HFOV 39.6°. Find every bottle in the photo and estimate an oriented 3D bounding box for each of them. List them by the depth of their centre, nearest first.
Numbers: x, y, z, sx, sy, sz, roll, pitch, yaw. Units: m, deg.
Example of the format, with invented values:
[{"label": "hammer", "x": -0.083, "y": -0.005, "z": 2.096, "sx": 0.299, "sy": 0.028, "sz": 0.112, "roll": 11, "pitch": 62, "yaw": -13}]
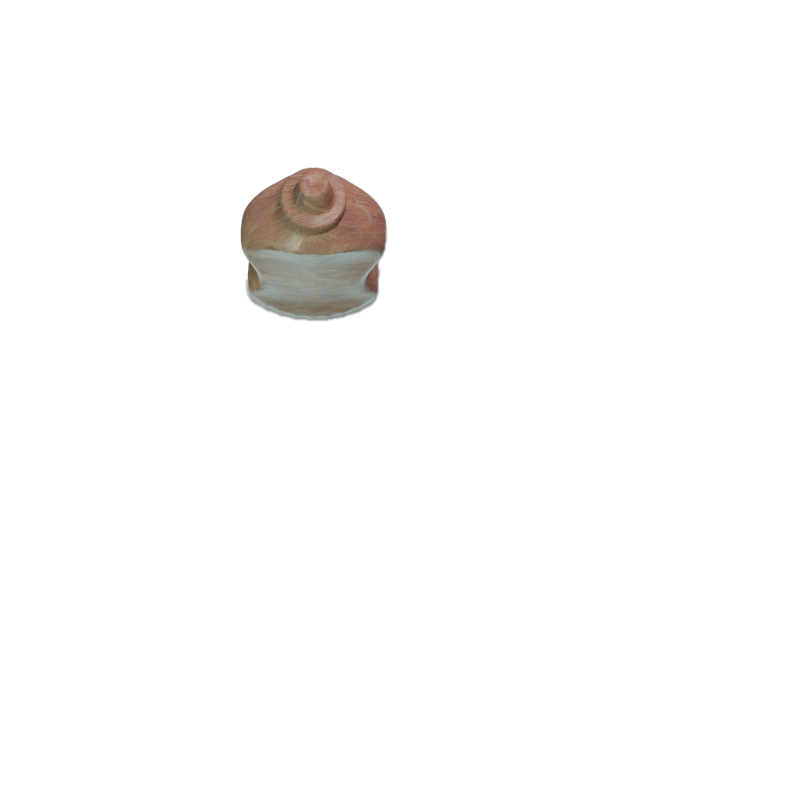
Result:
[{"label": "bottle", "x": -0.058, "y": -0.107, "z": 0.746, "sx": 0.096, "sy": 0.061, "sz": 0.185, "roll": 3, "pitch": -14, "yaw": -3}]
